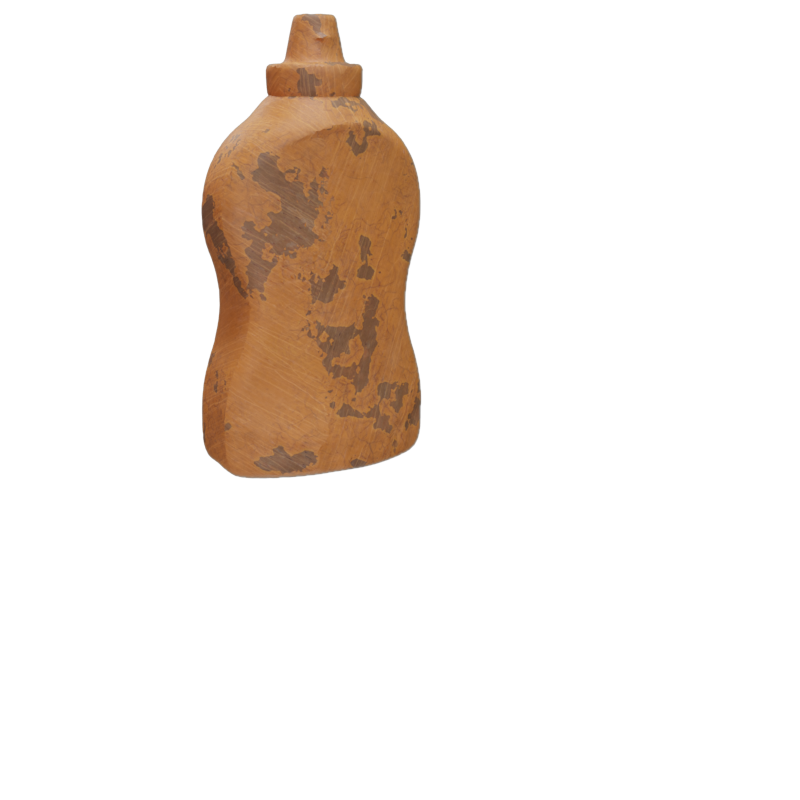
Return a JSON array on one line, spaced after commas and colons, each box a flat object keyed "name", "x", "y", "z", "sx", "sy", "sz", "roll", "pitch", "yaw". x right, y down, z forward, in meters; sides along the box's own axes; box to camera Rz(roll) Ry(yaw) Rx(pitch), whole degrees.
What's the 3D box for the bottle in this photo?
[{"name": "bottle", "x": -0.037, "y": -0.068, "z": 0.477, "sx": 0.093, "sy": 0.188, "sz": 0.061, "roll": -4, "pitch": 10, "yaw": -25}]
